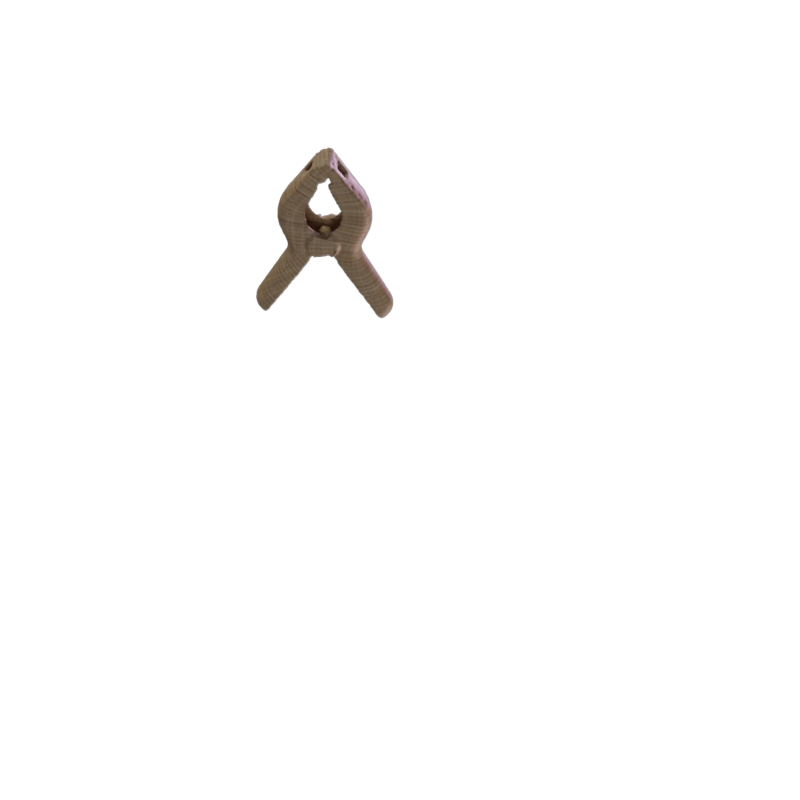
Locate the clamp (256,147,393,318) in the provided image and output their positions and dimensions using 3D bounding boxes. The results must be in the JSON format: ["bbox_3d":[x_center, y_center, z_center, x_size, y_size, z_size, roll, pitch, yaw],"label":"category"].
[{"bbox_3d":[-0.074,-0.135,0.943,0.121,0.159,0.042,-6,38,4],"label":"clamp"}]
